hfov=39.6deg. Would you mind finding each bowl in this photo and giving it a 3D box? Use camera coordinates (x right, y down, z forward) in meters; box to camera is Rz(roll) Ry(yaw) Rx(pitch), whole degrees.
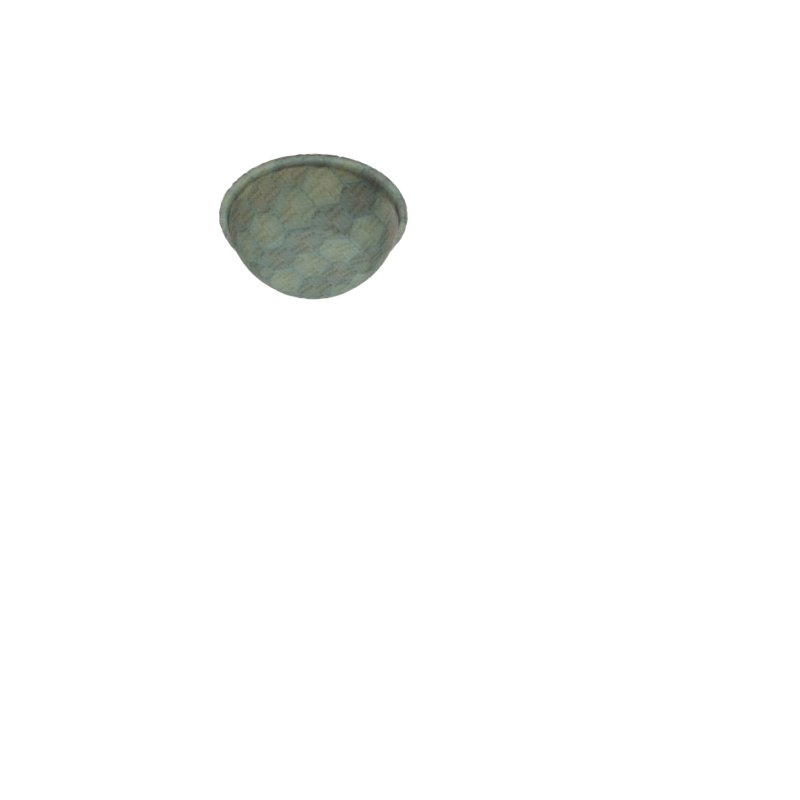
[{"bbox_3d":[-0.073,-0.133,0.934,0.162,0.059,0.151,1,-35,-2],"label":"bowl"}]
